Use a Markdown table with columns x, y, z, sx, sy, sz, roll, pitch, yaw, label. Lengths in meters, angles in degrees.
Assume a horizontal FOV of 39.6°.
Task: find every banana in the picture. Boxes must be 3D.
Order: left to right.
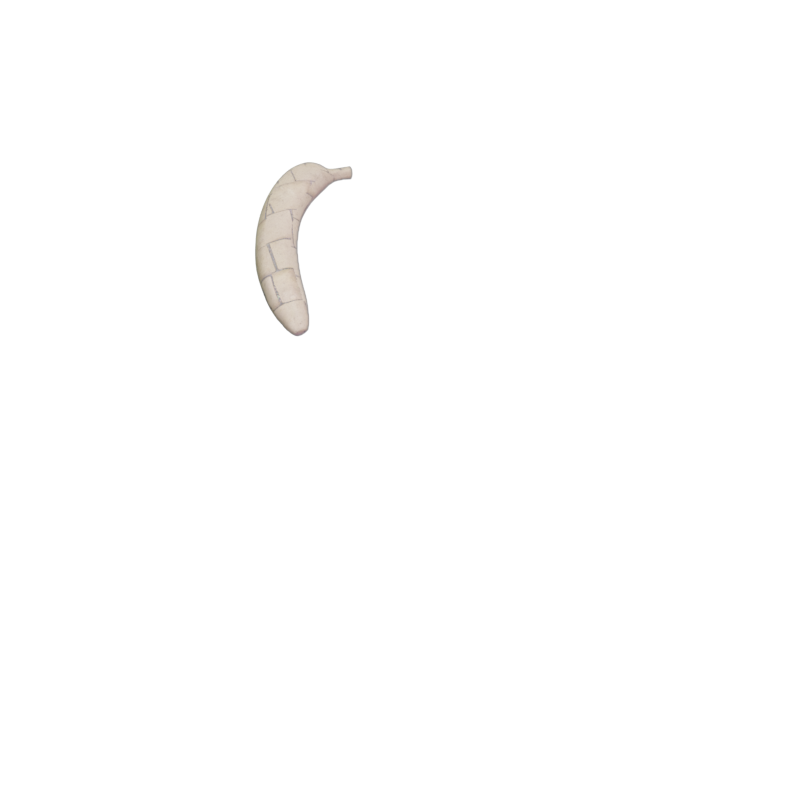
| x | y | z | sx | sy | sz | roll | pitch | yaw | label |
| --- | --- | --- | --- | --- | --- | --- | --- | --- | --- |
| -0.094 | -0.147 | 0.983 | 0.070 | 0.209 | 0.034 | 9 | -35 | 5 | banana |
